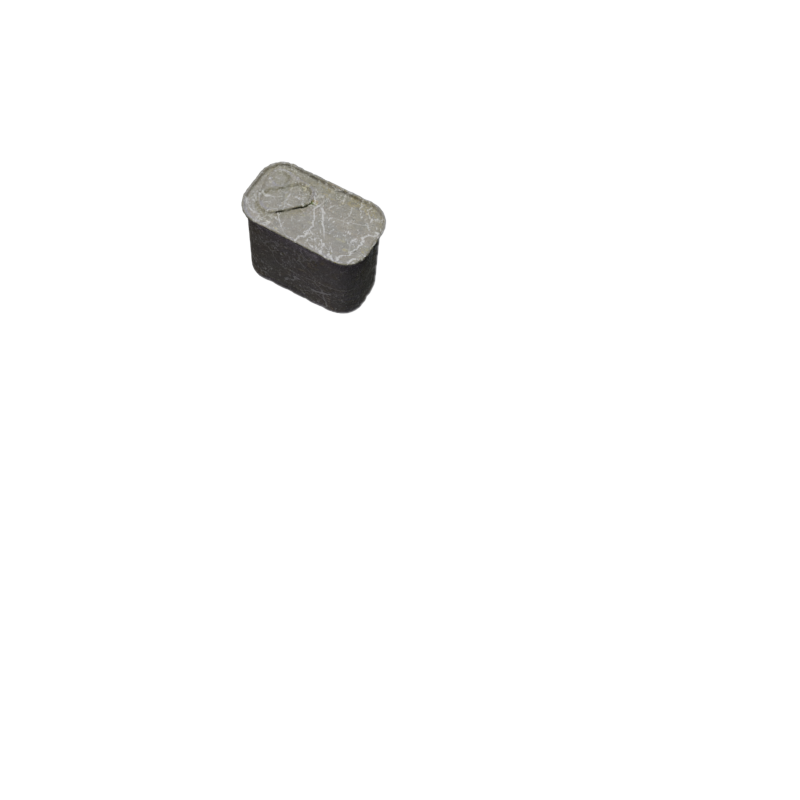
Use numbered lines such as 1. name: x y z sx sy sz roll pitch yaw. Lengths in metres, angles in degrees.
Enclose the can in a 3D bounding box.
1. can: -0.064 -0.117 0.819 0.105 0.059 0.079 28 -25 13
